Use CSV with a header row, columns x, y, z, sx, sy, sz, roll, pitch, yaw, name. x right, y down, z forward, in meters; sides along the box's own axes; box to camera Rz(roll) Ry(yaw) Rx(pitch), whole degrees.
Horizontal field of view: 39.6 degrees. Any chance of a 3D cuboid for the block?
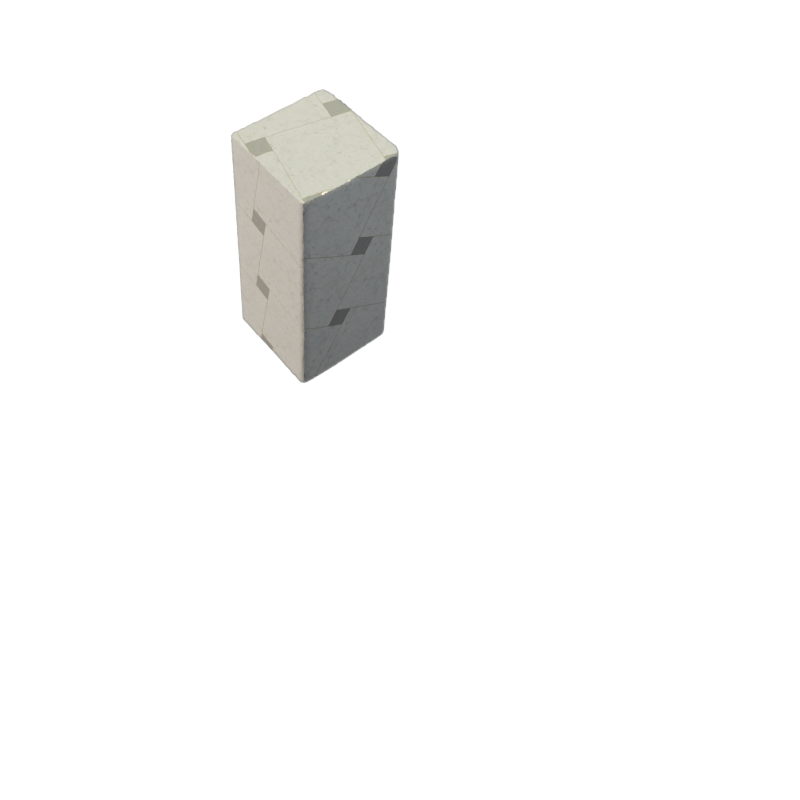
x,y,z,sx,sy,sz,roll,pitch,yaw,name
-0.067,-0.123,0.860,0.090,0.192,0.097,-31,59,-25,block
